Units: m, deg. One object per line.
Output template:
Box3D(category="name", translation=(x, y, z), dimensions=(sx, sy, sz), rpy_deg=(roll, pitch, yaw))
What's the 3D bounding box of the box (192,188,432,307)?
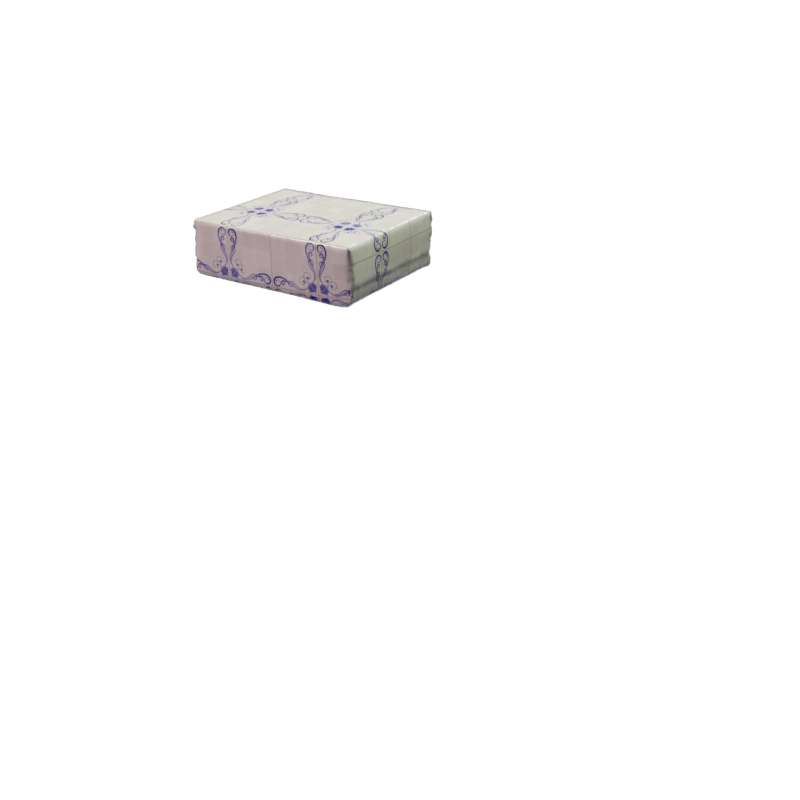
Box3D(category="box", translation=(-0.051, -0.093, 0.654), dimensions=(0.119, 0.037, 0.090), rpy_deg=(16, 29, 30))
